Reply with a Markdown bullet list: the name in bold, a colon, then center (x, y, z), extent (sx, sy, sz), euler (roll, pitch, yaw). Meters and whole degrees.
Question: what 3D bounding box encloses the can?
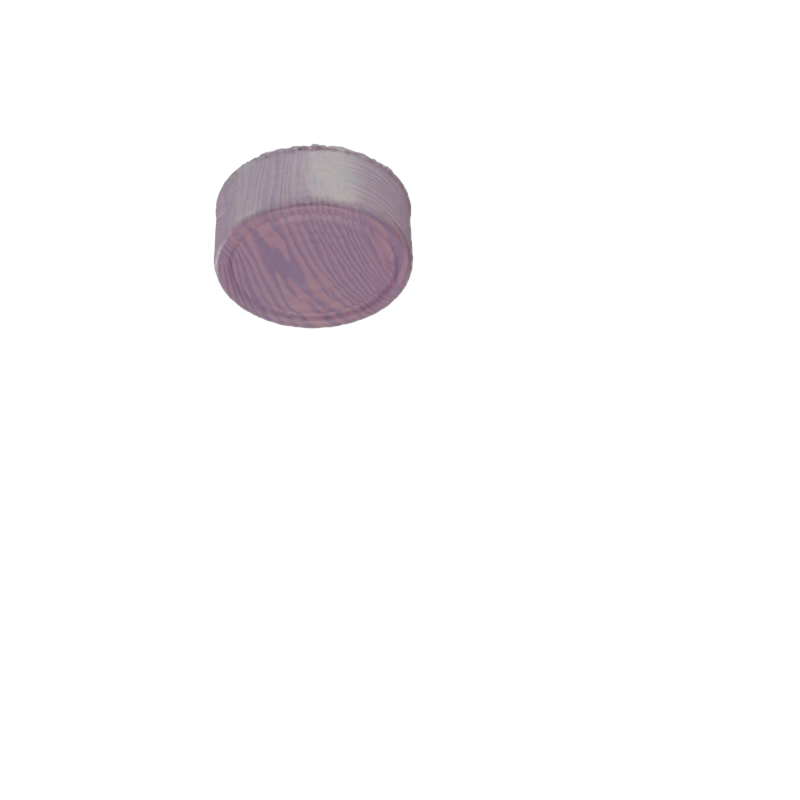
- **can**: center (-0.037, -0.068, 0.477), extent (0.086, 0.036, 0.080), euler (1, -36, -2)
